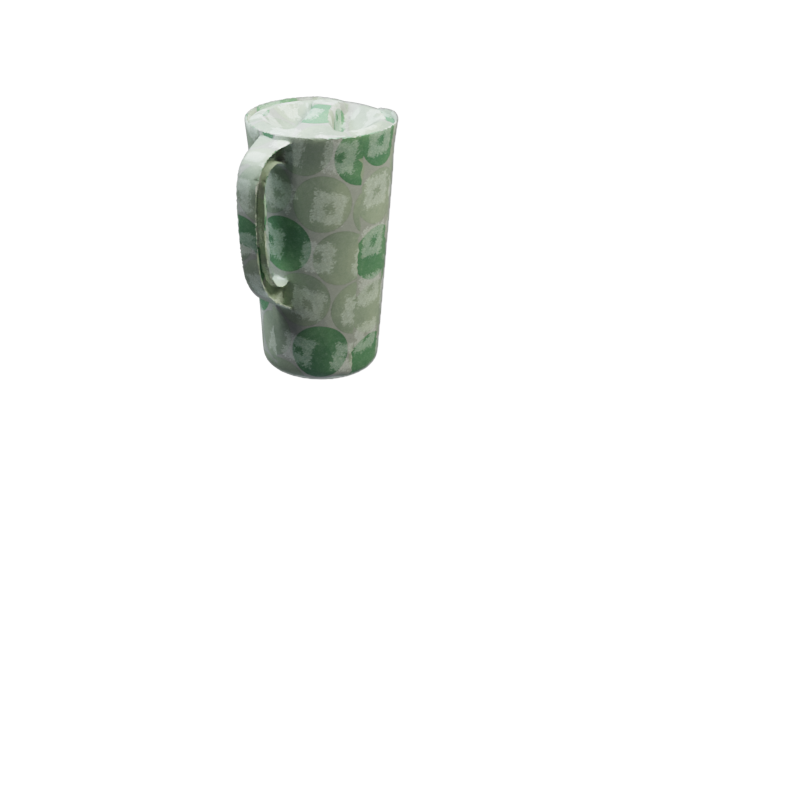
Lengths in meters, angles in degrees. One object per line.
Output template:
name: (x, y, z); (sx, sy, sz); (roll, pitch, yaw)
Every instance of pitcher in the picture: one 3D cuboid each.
pitcher: (-0.078, -0.142, 0.995); (0.147, 0.231, 0.154); (-4, 25, -12)
